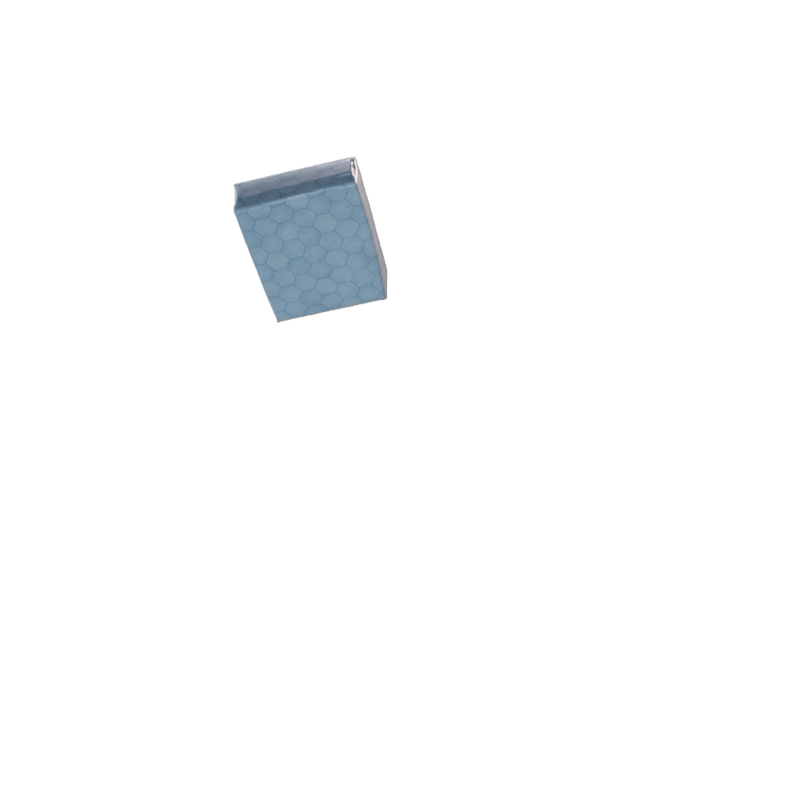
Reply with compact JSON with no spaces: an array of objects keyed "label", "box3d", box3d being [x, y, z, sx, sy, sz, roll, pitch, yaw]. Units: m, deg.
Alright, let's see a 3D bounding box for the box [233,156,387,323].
[{"label":"box","box3d":[-0.063,-0.115,0.804,0.090,0.105,0.042,-11,39,8]}]
